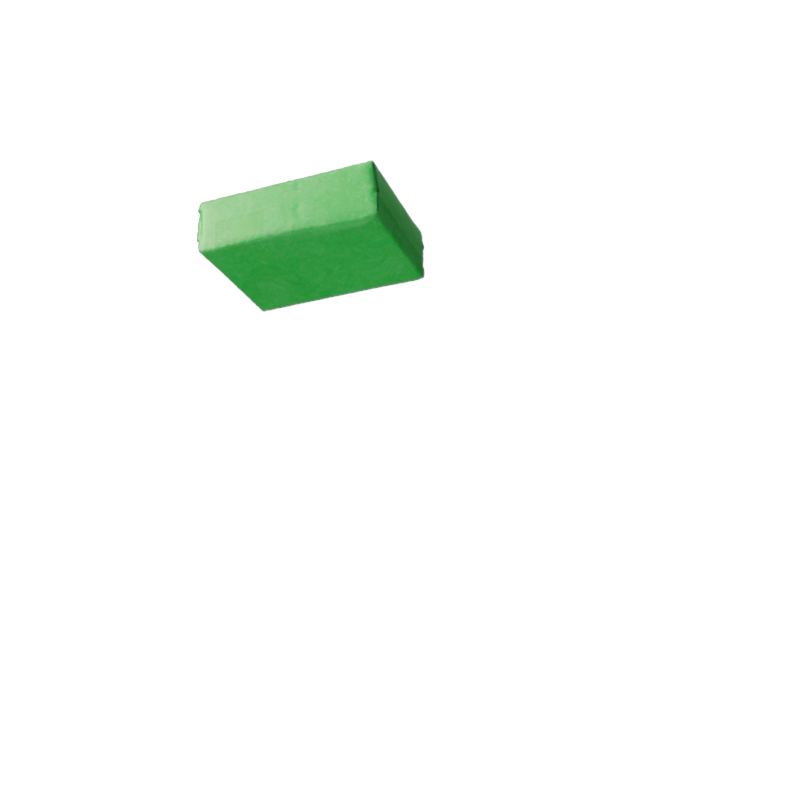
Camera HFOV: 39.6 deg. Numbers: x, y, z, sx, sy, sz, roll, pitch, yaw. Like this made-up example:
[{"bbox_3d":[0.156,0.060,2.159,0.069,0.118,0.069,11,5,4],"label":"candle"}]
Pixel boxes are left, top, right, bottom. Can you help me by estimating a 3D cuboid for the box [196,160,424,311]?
[{"bbox_3d":[-0.052,-0.095,0.664,0.115,0.041,0.084,-8,-23,19],"label":"box"}]
